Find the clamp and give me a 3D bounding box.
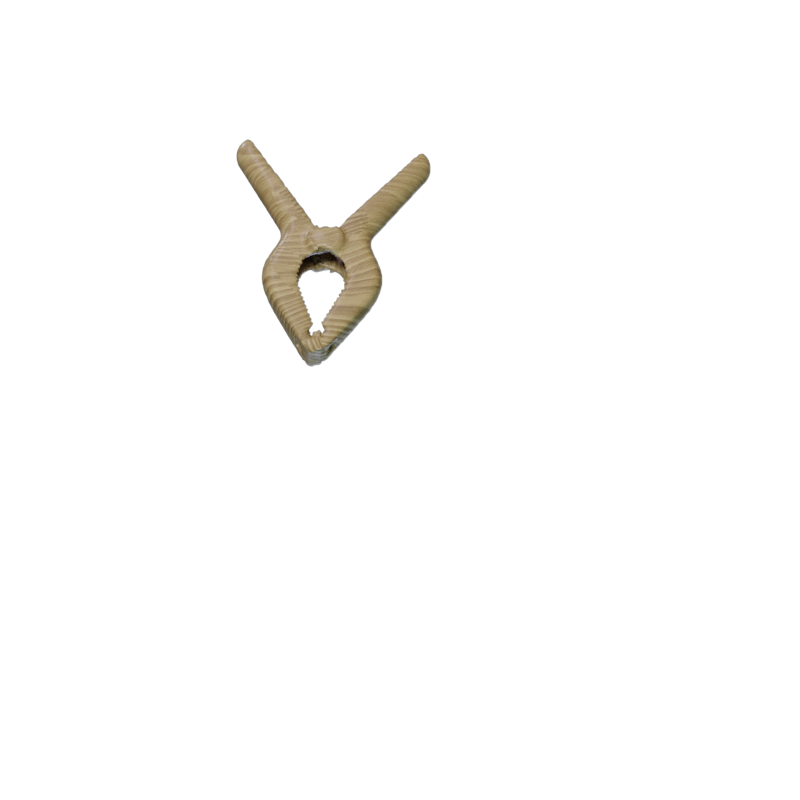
[{"bbox_3d":[-0.070,-0.128,0.899,0.166,0.222,0.034,9,-31,5],"label":"clamp"}]
